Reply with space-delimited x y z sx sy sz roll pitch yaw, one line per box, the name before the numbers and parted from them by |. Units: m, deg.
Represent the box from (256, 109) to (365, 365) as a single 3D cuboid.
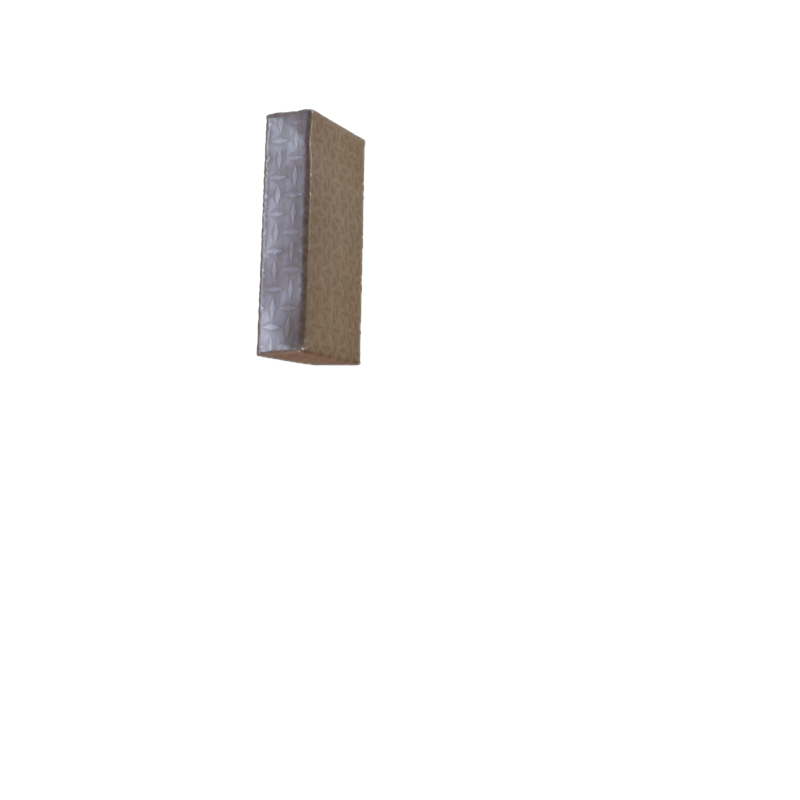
box | -0.064 -0.117 0.818 0.049 0.181 0.089 -6 -11 25
